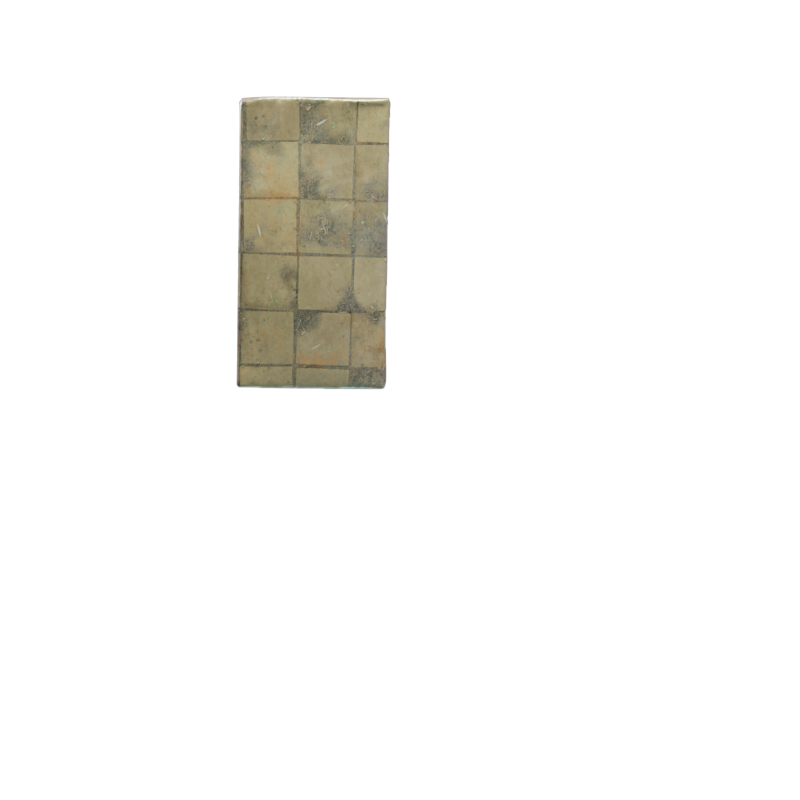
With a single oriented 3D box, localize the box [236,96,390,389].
[{"bbox_3d":[-0.054,-0.097,0.682,0.093,0.174,0.049,0,6,-1],"label":"box"}]
